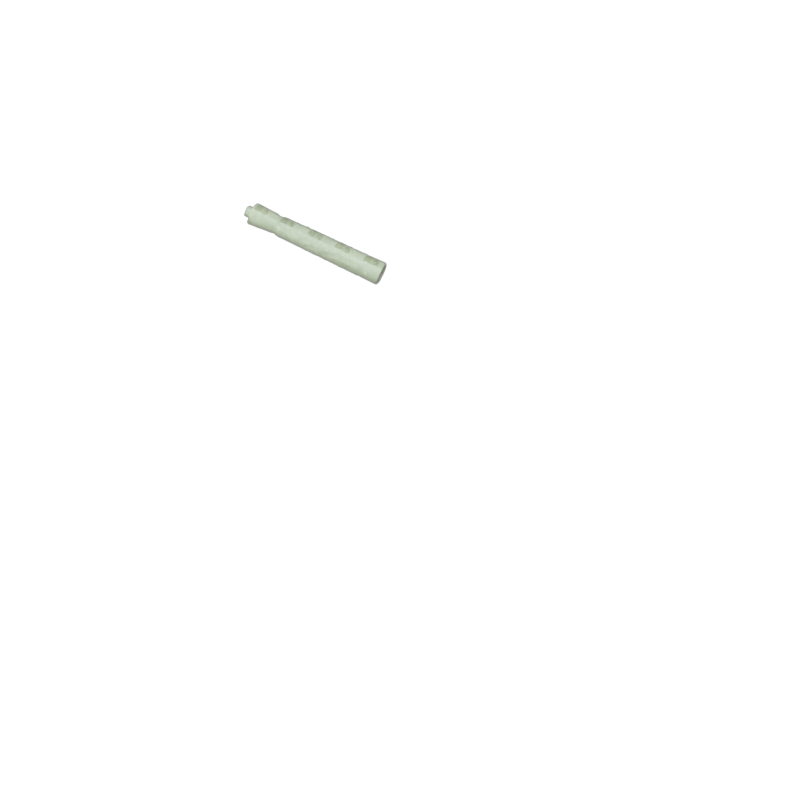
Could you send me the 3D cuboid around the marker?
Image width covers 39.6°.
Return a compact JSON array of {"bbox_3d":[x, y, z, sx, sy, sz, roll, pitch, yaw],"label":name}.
[{"bbox_3d":[-0.069,-0.125,0.876,0.124,0.019,0.019,27,9,12],"label":"marker"}]
